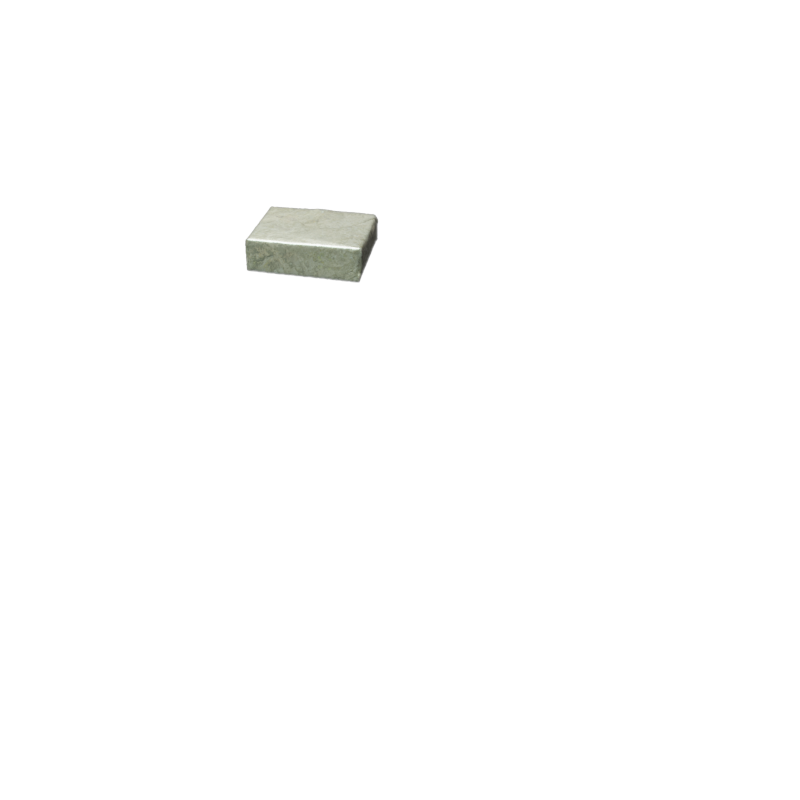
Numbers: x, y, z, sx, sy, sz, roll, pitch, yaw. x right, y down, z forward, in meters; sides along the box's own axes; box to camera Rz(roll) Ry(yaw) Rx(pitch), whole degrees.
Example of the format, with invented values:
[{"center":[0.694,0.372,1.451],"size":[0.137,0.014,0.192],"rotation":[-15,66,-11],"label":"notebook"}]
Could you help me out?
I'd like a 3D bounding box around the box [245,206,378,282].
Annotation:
[{"center":[-0.066,-0.121,0.849],"size":[0.091,0.029,0.076],"rotation":[5,29,10],"label":"box"}]
